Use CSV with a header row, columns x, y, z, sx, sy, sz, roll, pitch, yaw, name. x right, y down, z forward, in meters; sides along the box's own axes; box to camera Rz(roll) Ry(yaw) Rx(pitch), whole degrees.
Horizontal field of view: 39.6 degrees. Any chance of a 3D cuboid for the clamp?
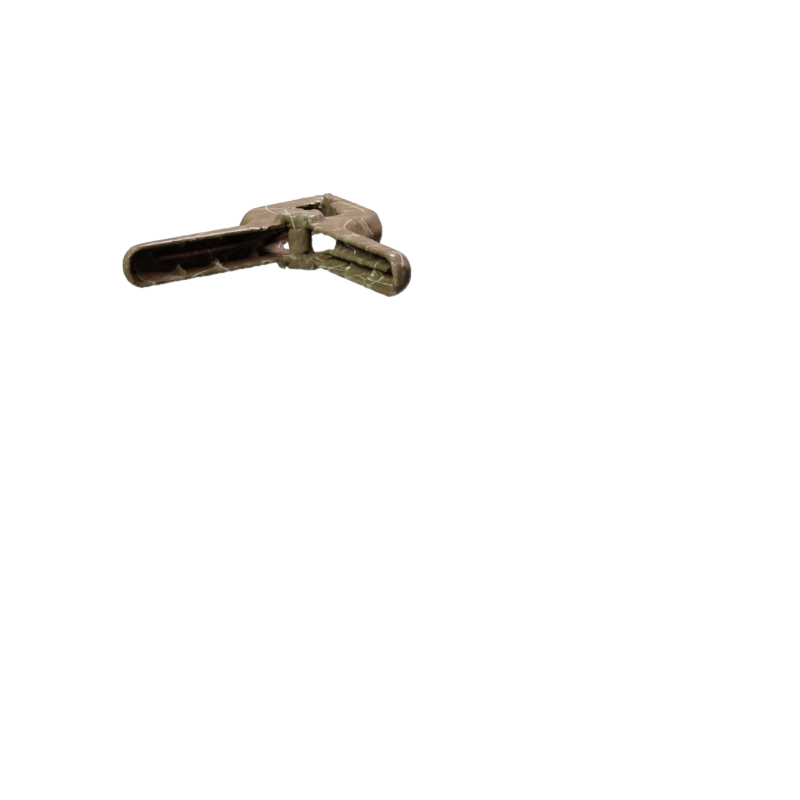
x,y,z,sx,sy,sz,roll,pitch,yaw,name
-0.054,-0.099,0.696,0.169,0.035,0.212,6,19,16,clamp
